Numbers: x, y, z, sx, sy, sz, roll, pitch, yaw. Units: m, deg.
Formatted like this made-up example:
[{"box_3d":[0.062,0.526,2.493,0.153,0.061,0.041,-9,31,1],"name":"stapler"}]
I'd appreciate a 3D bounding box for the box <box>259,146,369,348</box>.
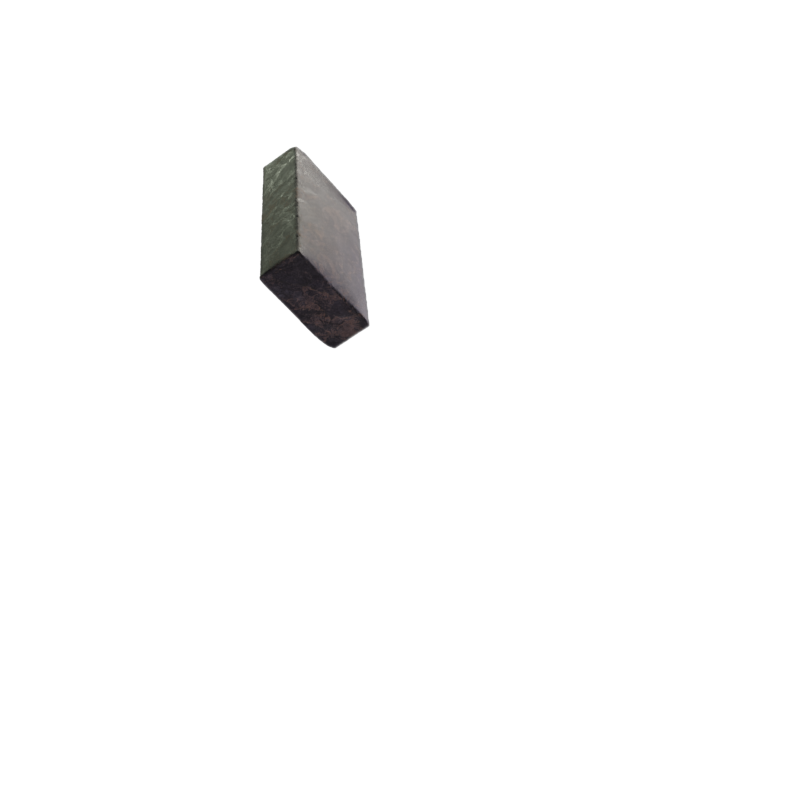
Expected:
[{"box_3d":[-0.072,-0.132,0.924,0.048,0.189,0.087,-32,-56,21],"name":"box"}]
